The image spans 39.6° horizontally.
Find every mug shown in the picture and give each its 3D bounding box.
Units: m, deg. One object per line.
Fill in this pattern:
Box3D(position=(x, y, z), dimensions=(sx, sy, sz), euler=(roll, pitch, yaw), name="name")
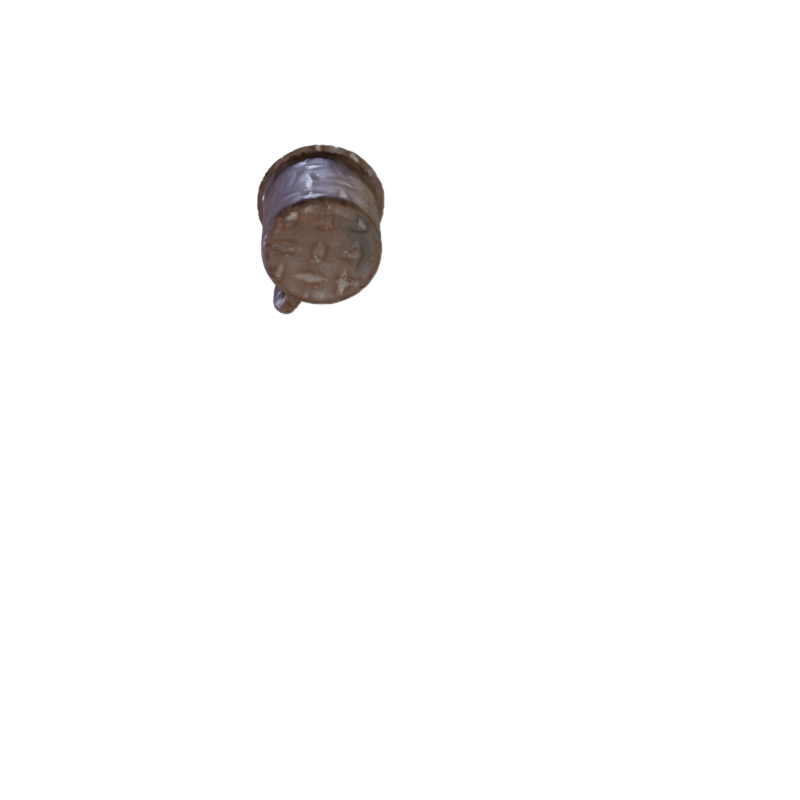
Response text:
Box3D(position=(-0.061, -0.111, 0.775), dimensions=(0.090, 0.114, 0.087), euler=(25, 27, -16), name="mug")
